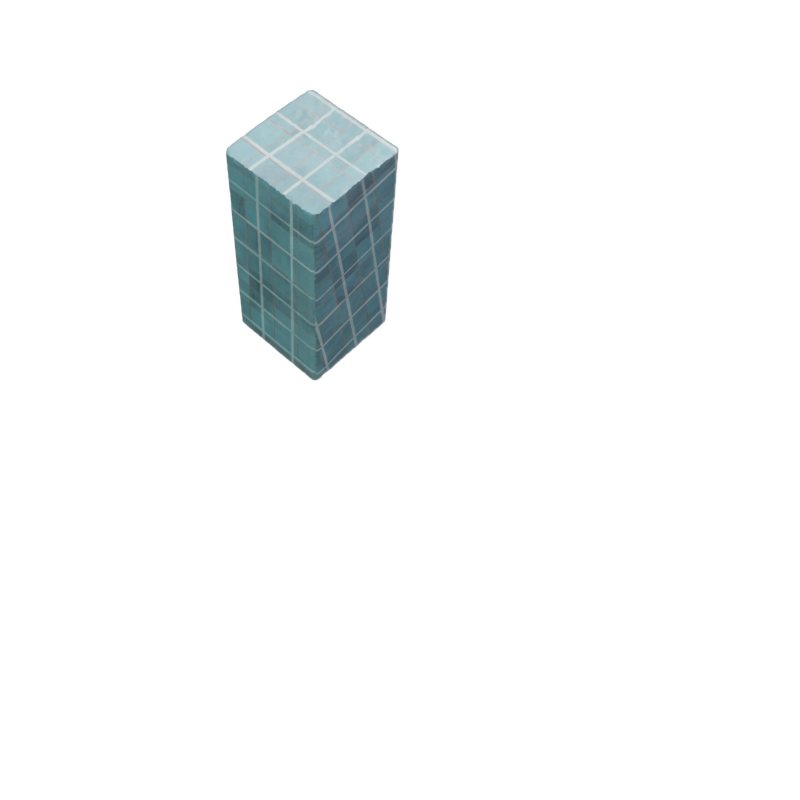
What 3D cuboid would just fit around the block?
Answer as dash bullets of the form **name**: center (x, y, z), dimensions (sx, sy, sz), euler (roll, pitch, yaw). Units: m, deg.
- **block**: center (-0.067, -0.121, 0.850), dimensions (0.096, 0.091, 0.193), euler (39, -28, 20)
